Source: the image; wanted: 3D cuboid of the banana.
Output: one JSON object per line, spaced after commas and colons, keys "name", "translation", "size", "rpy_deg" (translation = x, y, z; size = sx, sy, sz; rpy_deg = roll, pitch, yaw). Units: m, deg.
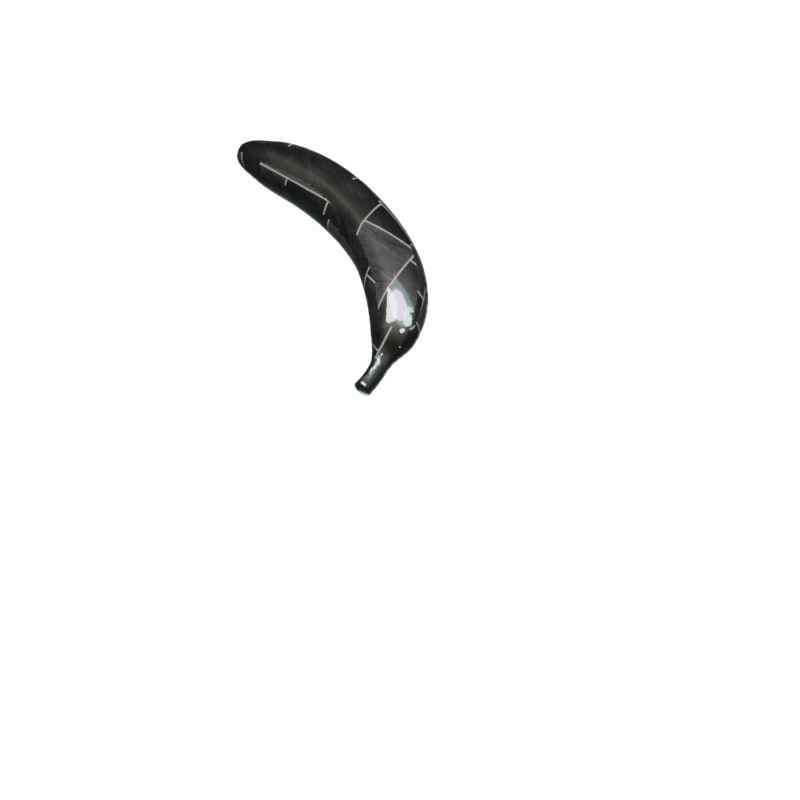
{"name": "banana", "translation": [-0.034, -0.098, 0.667], "size": [0.069, 0.213, 0.034], "rpy_deg": [-20, -34, -14]}
